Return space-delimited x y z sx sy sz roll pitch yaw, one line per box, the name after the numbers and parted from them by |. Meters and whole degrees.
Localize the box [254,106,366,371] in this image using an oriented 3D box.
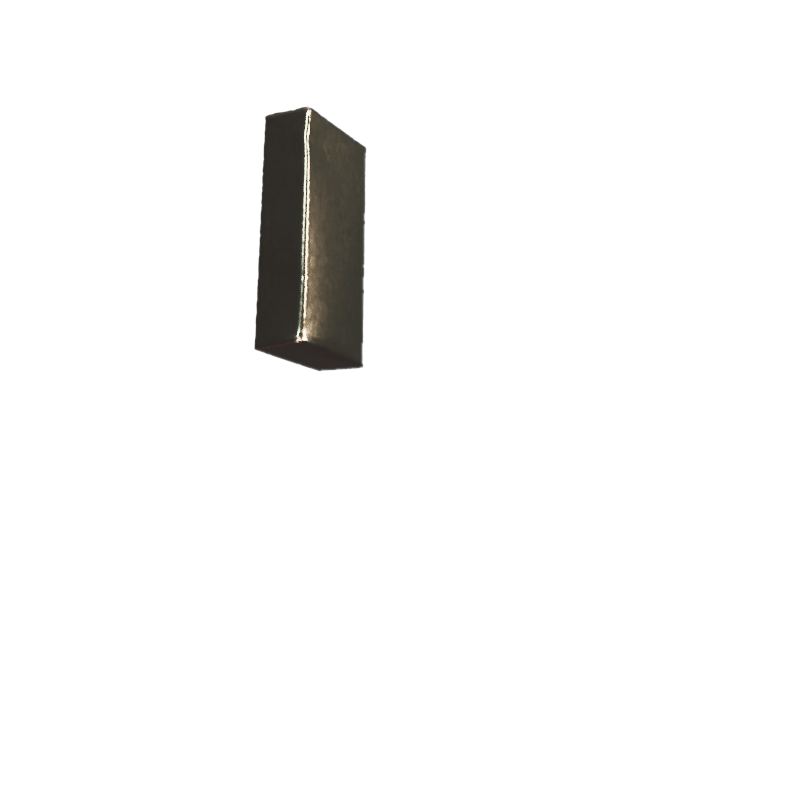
-0.064 -0.117 0.817 0.049 0.184 0.088 -10 -19 26 | box
